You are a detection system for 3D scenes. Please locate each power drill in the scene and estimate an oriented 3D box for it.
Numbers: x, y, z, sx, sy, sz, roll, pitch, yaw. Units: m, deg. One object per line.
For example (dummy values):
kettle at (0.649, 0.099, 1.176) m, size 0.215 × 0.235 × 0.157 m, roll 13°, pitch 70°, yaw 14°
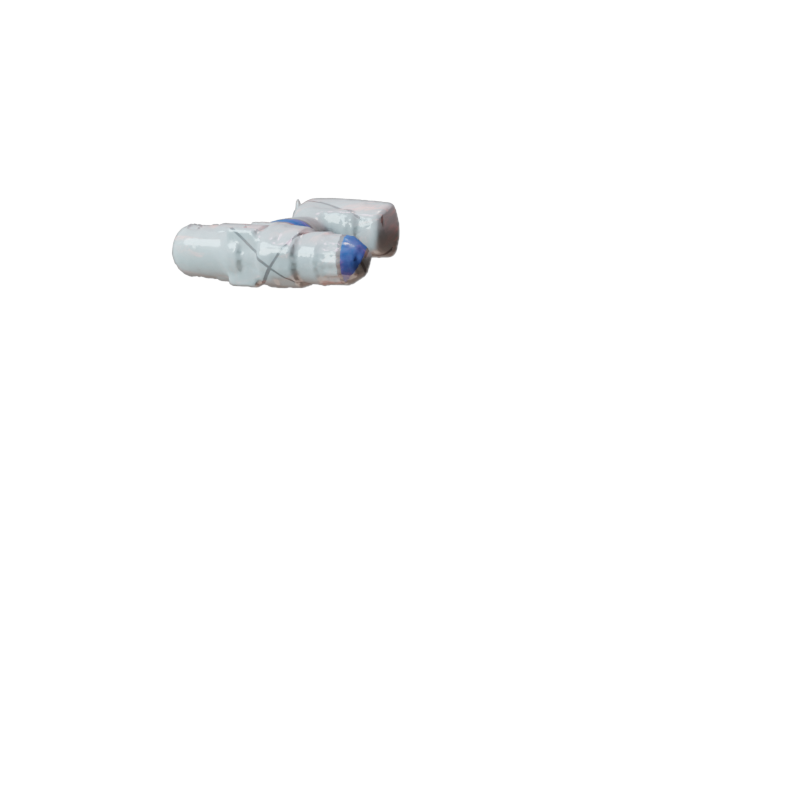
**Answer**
power drill at (-0.075, -0.137, 0.961) m, size 0.192 × 0.056 × 0.185 m, roll 9°, pitch 18°, yaw 29°
